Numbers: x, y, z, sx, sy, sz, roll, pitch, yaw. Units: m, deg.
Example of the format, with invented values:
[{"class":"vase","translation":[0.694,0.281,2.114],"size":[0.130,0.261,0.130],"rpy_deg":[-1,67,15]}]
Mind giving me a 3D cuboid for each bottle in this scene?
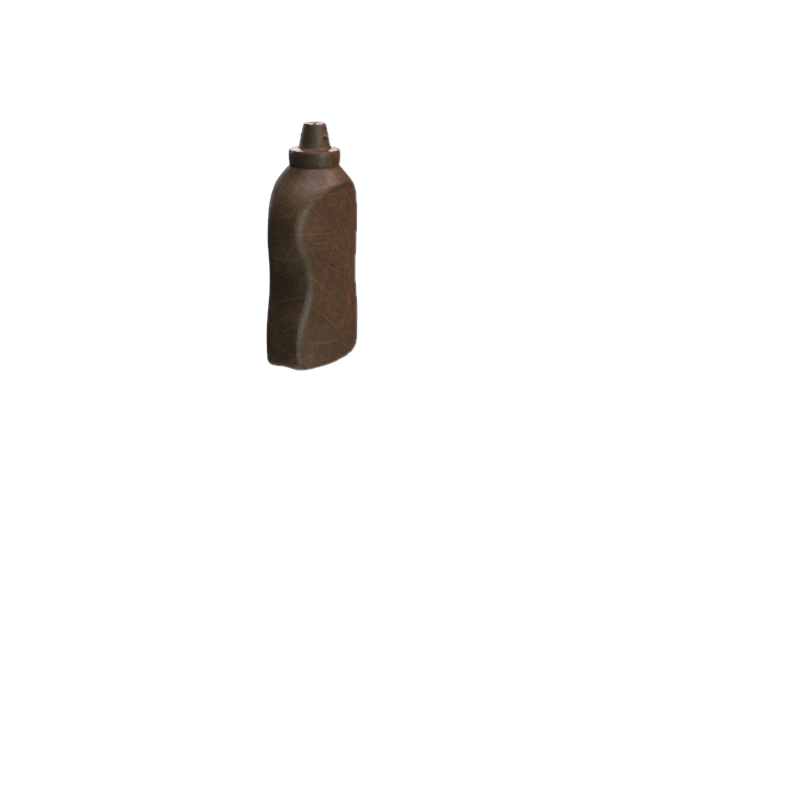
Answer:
[{"class":"bottle","translation":[-0.069,-0.127,0.891],"size":[0.061,0.186,0.095],"rpy_deg":[9,16,30]}]
